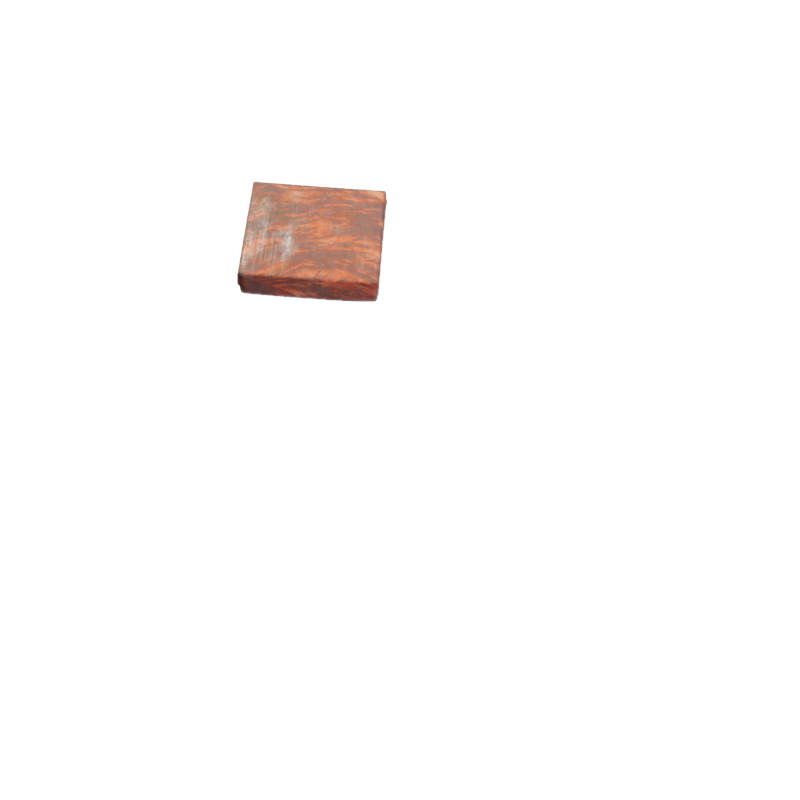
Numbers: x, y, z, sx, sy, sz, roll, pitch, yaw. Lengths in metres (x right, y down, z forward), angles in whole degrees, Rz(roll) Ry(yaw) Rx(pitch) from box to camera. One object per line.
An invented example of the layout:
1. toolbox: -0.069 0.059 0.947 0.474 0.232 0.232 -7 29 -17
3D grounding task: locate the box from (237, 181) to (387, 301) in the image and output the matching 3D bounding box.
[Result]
1. box: -0.070 -0.128 0.898 0.114 0.095 0.037 5 -29 2
